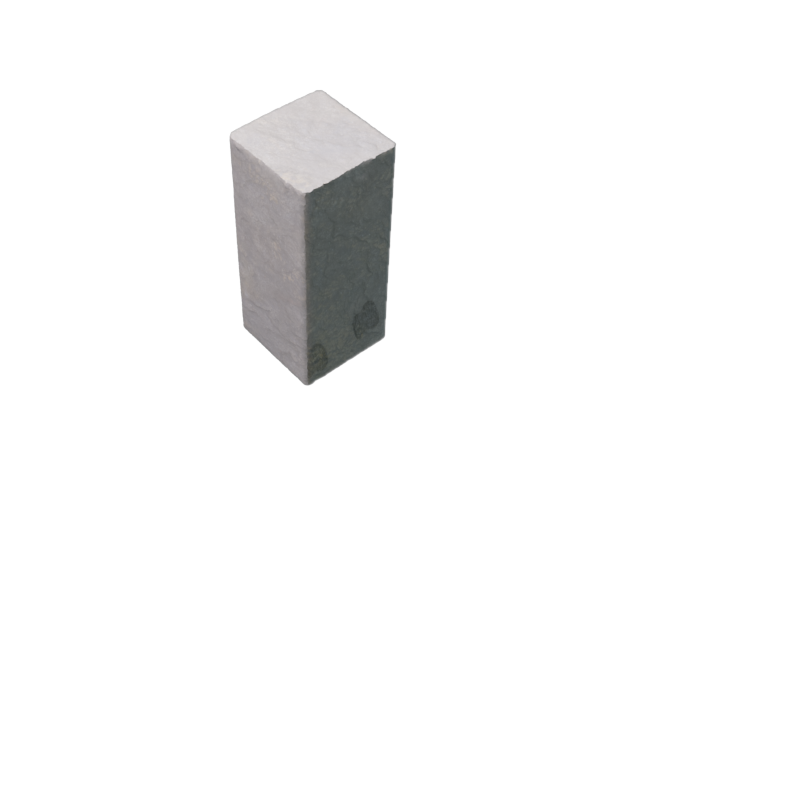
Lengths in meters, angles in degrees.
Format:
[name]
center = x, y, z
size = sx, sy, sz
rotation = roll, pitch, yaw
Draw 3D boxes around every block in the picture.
[block]
center = -0.069, -0.124, 0.867
size = 0.090, 0.192, 0.097
rotation = -32, 57, -28
